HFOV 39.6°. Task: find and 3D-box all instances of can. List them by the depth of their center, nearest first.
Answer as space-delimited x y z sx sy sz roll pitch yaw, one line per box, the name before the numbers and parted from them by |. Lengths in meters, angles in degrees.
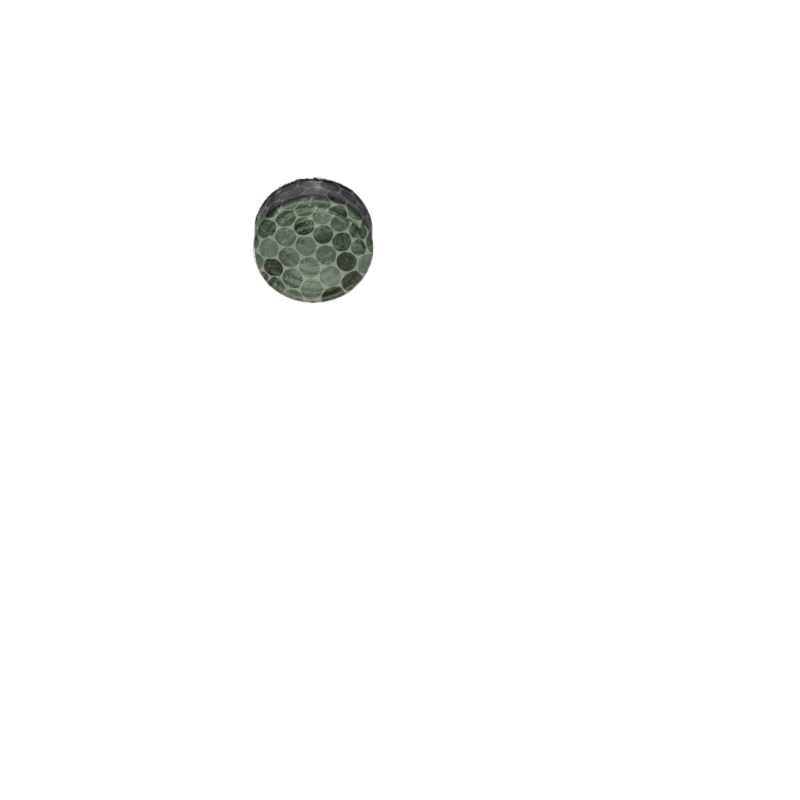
can | -0.062 -0.112 0.787 0.086 0.081 0.036 1 30 -1
